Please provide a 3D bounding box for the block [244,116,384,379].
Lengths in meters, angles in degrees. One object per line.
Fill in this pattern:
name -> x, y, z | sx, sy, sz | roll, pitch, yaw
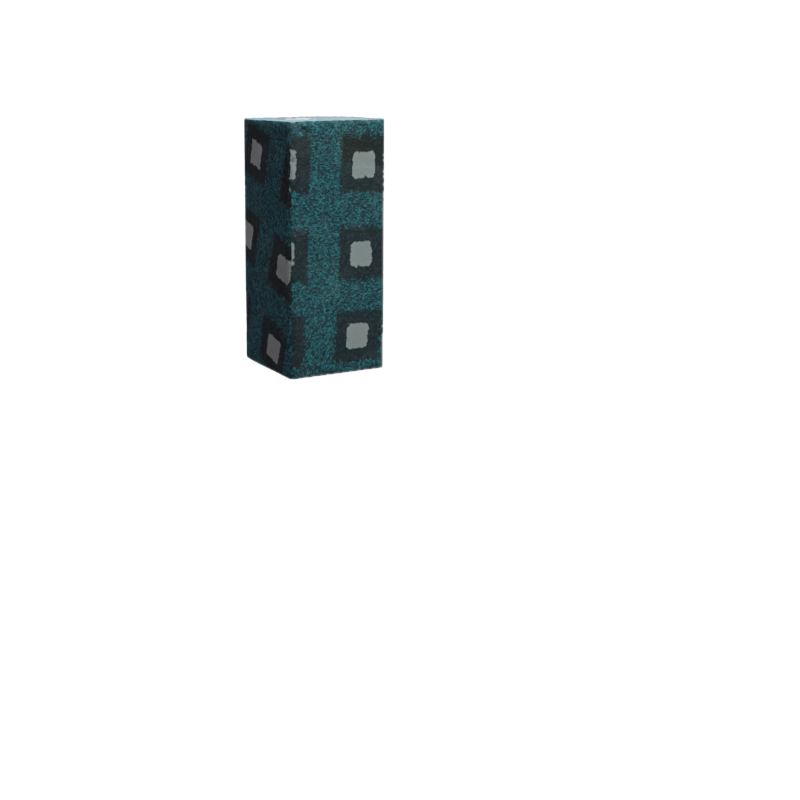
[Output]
block -> -0.072, -0.132, 0.926 | 0.088, 0.202, 0.095 | -5, 11, -29
